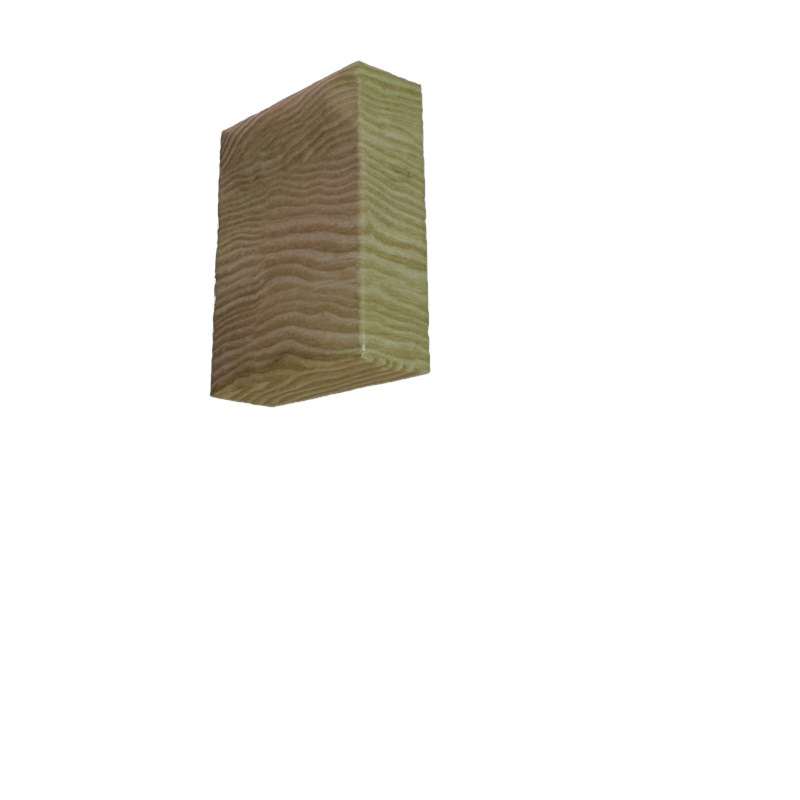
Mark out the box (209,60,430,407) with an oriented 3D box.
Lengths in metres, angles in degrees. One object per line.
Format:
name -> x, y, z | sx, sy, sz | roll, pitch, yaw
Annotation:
box -> -0.062, -0.114, 0.796 | 0.068, 0.223, 0.167 | 15, -22, -42
